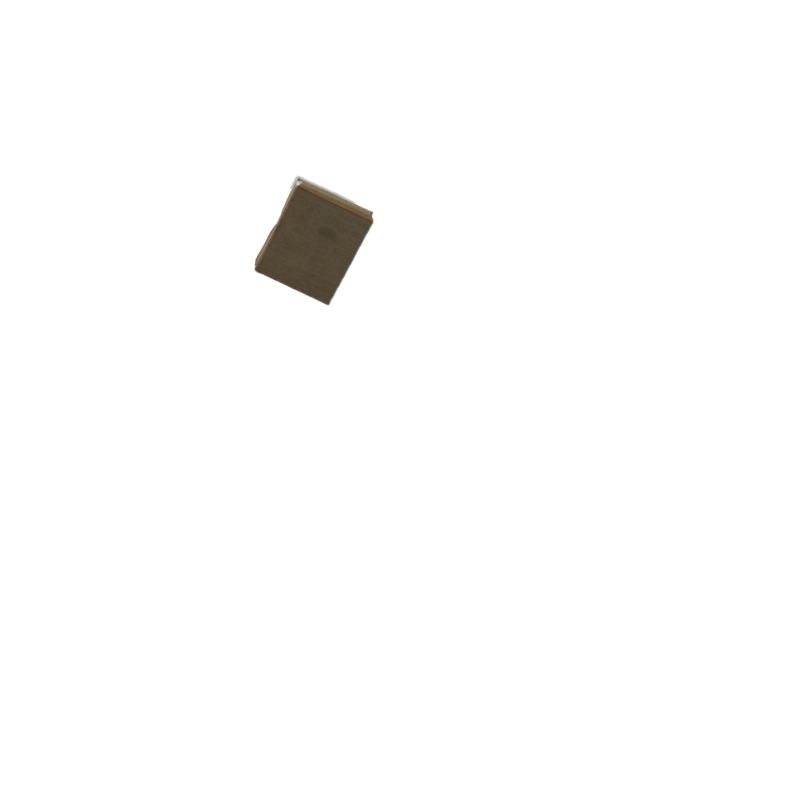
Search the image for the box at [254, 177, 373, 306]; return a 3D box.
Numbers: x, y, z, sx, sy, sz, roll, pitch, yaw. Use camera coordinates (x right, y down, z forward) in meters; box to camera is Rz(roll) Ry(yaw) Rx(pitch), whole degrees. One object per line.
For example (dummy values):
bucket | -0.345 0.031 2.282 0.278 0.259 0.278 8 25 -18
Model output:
box | -0.075 -0.136 0.954 0.072 0.087 0.032 25 19 -10
